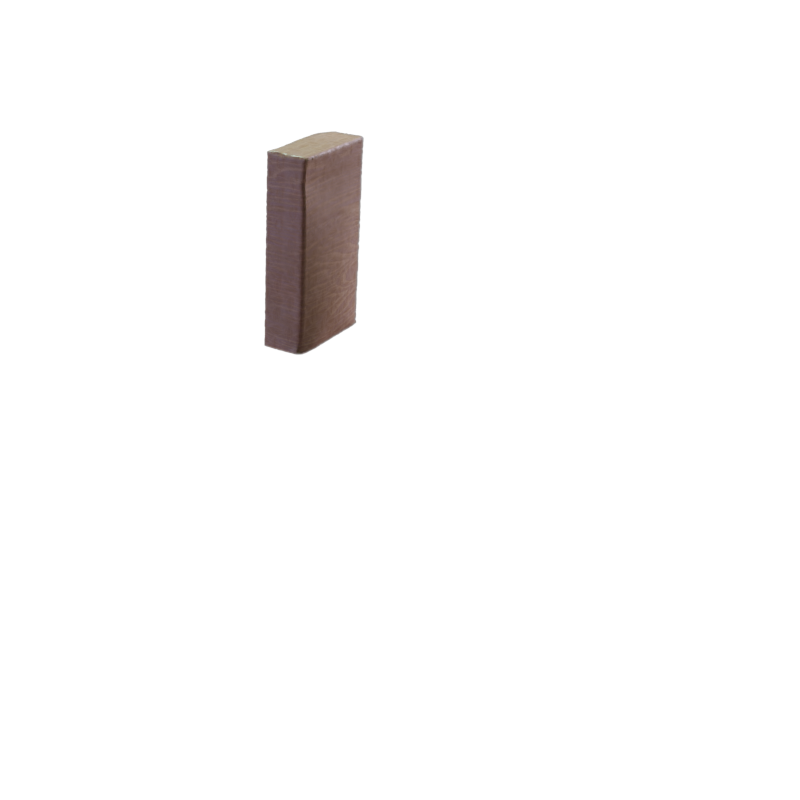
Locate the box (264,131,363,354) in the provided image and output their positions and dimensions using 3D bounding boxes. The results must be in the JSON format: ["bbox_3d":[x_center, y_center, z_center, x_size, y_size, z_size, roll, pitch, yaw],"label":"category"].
[{"bbox_3d":[-0.075,-0.136,0.950,0.050,0.169,0.093,12,23,28],"label":"box"}]
